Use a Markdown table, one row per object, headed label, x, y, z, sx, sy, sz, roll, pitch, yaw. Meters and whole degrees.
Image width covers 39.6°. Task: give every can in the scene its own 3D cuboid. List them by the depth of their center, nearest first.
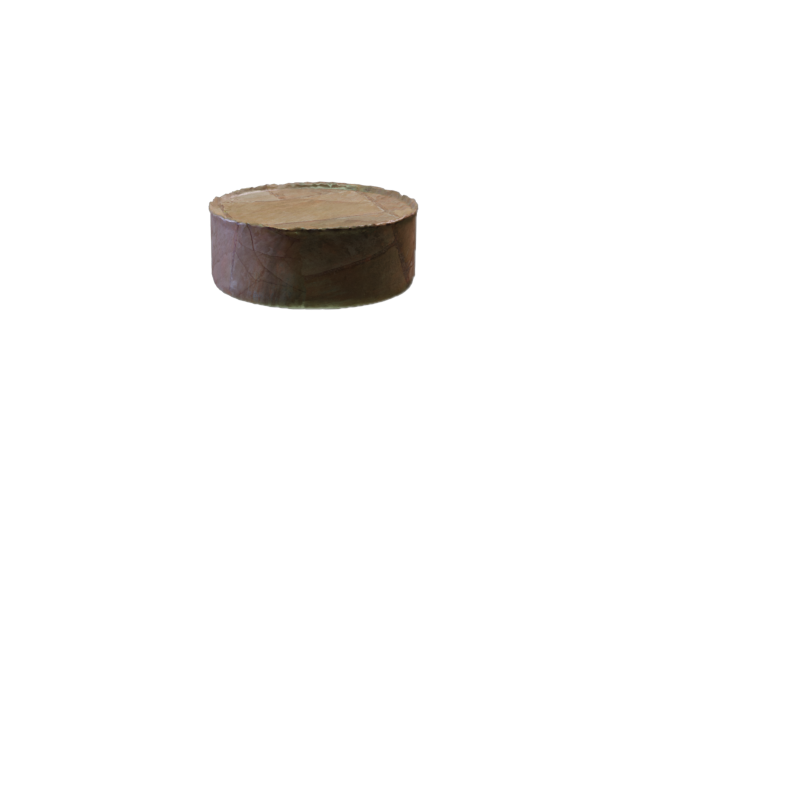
| label | x | y | z | sx | sy | sz | roll | pitch | yaw |
| --- | --- | --- | --- | --- | --- | --- | --- | --- | --- |
| can | -0.036 | -0.065 | 0.457 | 0.086 | 0.032 | 0.090 | -1 | 21 | -2 |
